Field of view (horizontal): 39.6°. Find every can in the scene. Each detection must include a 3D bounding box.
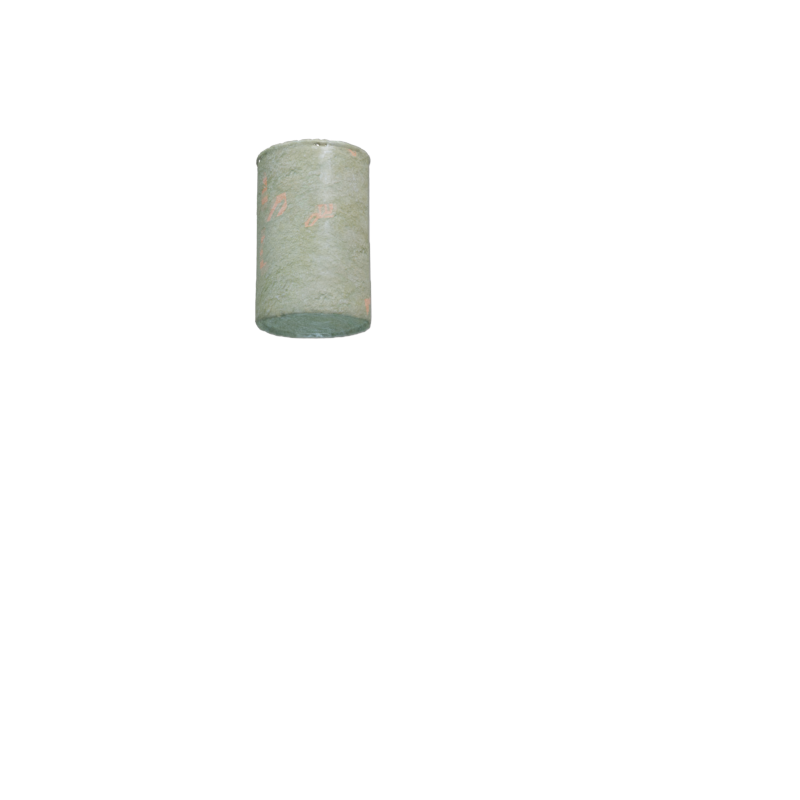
[{"bbox_3d":[-0.050,-0.092,0.645,0.068,0.106,0.066,0,-14,-2],"label":"can"}]
